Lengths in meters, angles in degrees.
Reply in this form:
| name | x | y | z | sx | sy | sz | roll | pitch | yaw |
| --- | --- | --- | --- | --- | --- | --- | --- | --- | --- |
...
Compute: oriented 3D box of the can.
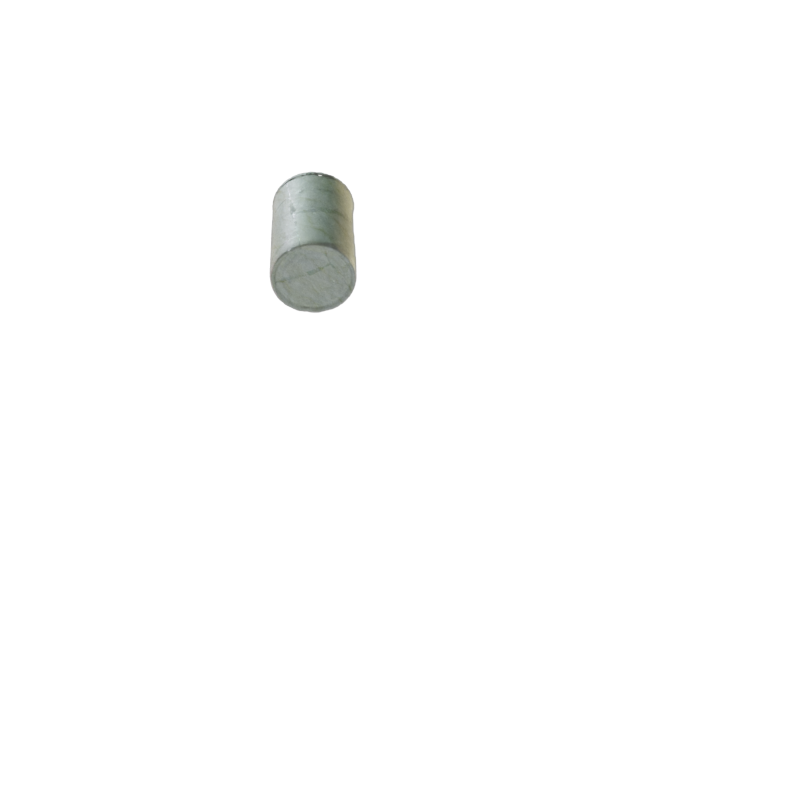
| name | x | y | z | sx | sy | sz | roll | pitch | yaw |
| --- | --- | --- | --- | --- | --- | --- | --- | --- | --- |
| can | -0.069 | -0.126 | 0.880 | 0.068 | 0.064 | 0.110 | -1 | 40 | -3 |
